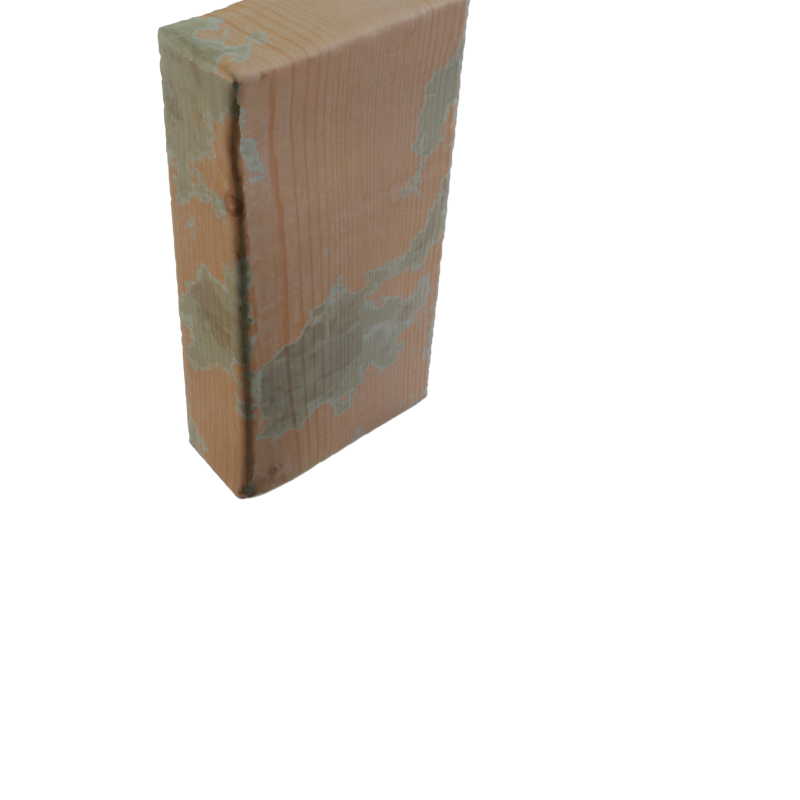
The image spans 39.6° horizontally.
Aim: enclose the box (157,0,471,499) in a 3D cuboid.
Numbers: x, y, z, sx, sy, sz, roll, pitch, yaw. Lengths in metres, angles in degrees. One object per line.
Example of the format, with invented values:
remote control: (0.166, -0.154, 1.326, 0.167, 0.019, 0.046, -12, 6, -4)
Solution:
box: (-0.030, -0.054, 0.379, 0.093, 0.165, 0.051, -28, 48, -32)
